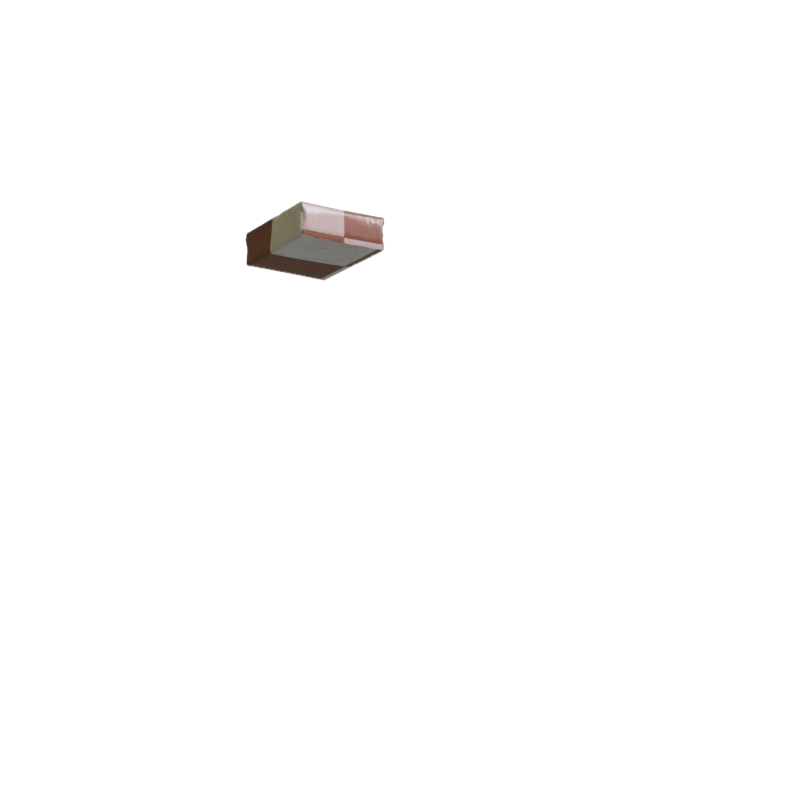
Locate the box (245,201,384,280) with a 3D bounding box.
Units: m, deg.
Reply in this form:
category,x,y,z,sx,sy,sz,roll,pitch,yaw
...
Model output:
category,x,y,z,sx,sy,sz,roll,pitch,yaw
box,-0.066,-0.121,0.847,0.070,0.031,0.090,8,-14,-32
